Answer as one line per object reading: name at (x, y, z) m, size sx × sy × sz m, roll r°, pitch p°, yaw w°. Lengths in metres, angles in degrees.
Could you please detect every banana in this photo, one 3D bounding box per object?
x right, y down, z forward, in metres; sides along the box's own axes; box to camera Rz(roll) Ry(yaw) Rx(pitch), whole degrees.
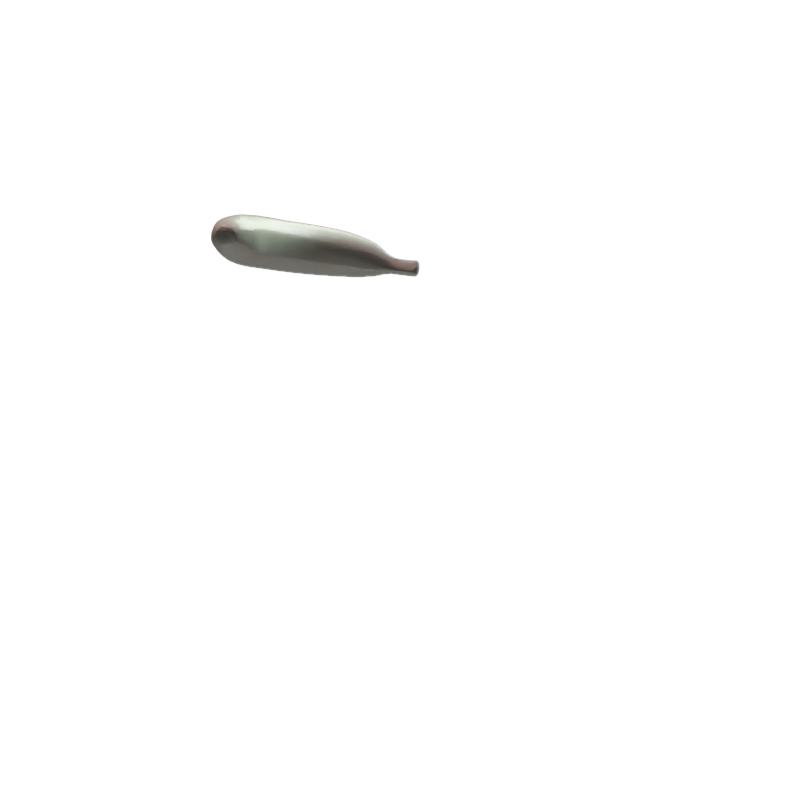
banana at (-0.073, -0.111, 0.795) m, size 0.072 × 0.037 × 0.189 m, roll -1°, pitch -1°, yaw 43°
